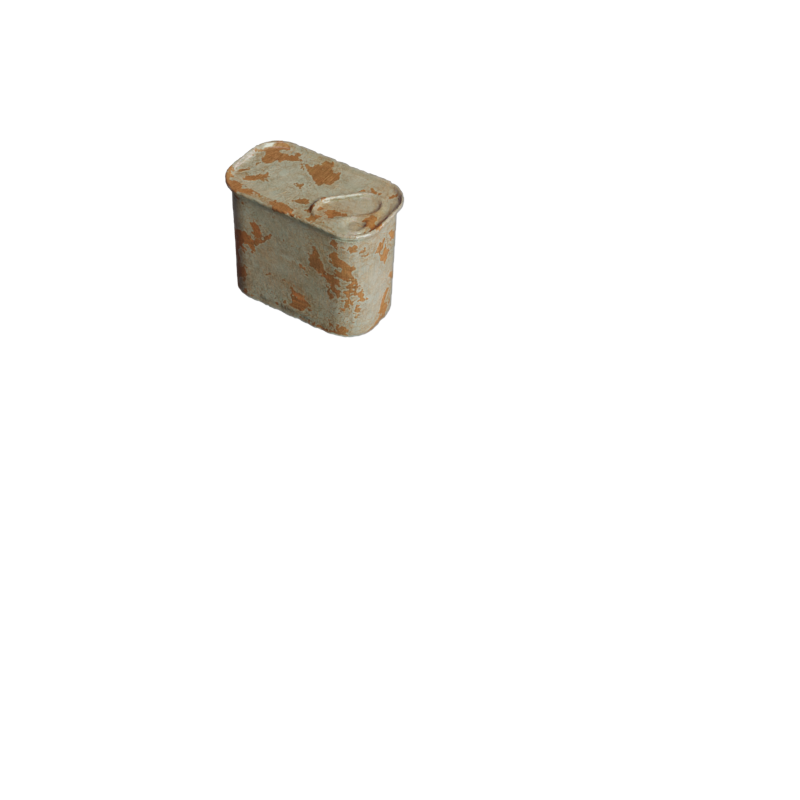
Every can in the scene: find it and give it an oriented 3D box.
[{"bbox_3d":[-0.051,-0.093,0.653,0.107,0.078,0.059,25,48,23],"label":"can"}]
